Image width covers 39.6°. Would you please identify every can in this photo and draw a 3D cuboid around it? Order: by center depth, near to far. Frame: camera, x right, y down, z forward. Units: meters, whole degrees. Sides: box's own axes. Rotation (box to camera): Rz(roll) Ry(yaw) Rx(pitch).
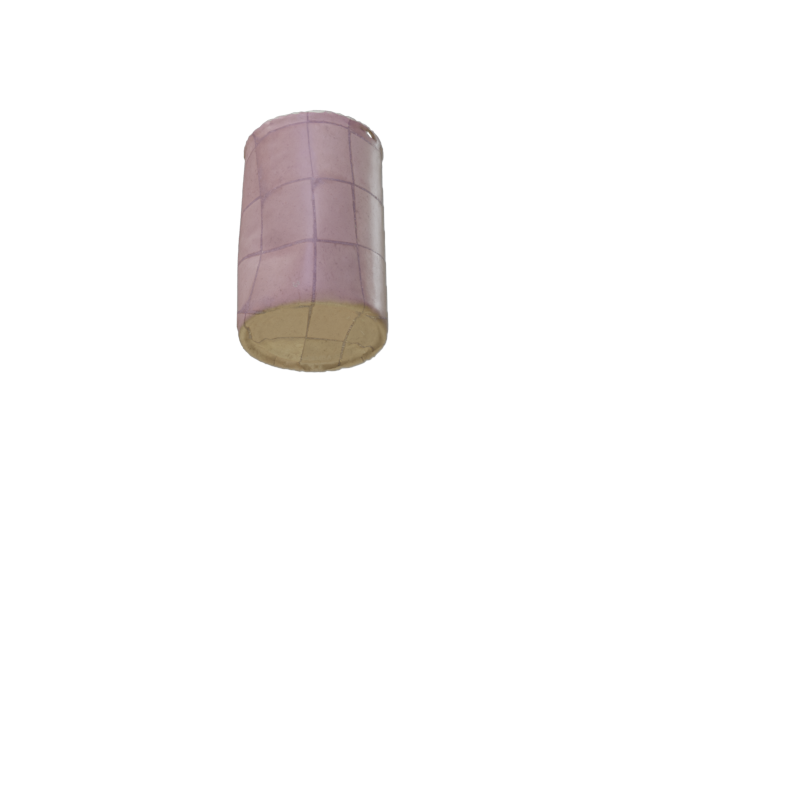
[{"bbox_3d":[-0.040,-0.073,0.510,0.068,0.109,0.064,0,-30,-2],"label":"can"}]
